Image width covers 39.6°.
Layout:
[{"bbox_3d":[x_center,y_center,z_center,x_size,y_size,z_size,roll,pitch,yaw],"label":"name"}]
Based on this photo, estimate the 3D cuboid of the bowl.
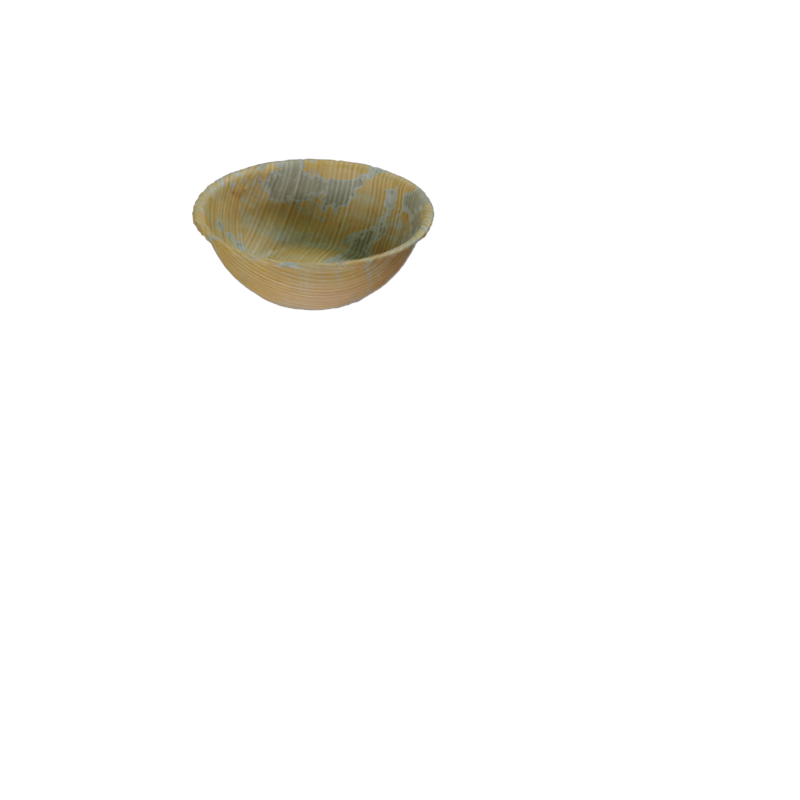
[{"bbox_3d":[-0.059,-0.107,0.752,0.162,0.052,0.173,-1,33,-2],"label":"bowl"}]
